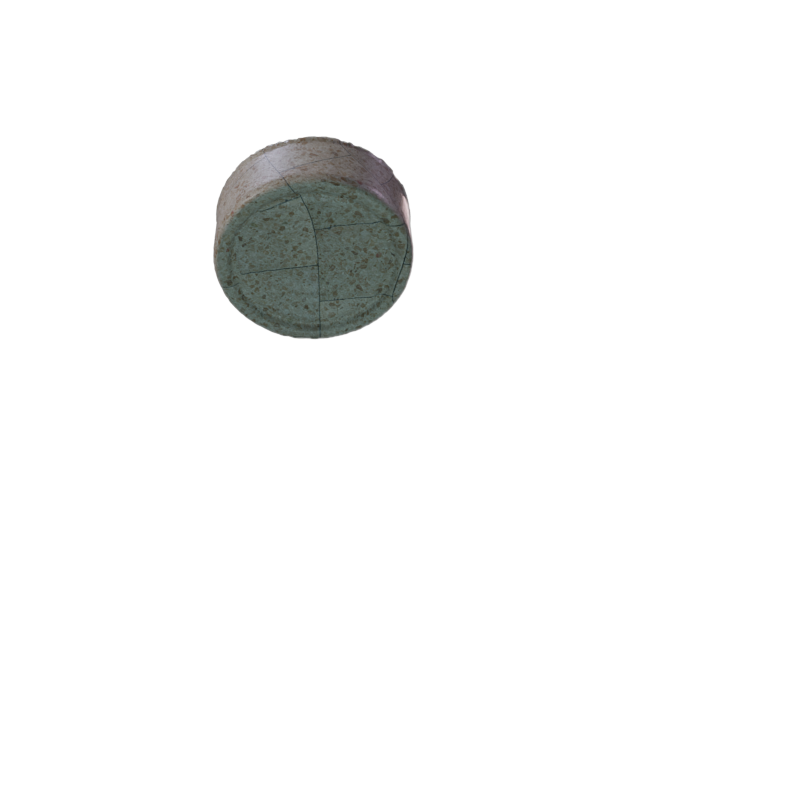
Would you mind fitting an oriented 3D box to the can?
[{"bbox_3d":[-0.037,-0.068,0.476,0.086,0.080,0.036,1,39,-1],"label":"can"}]
